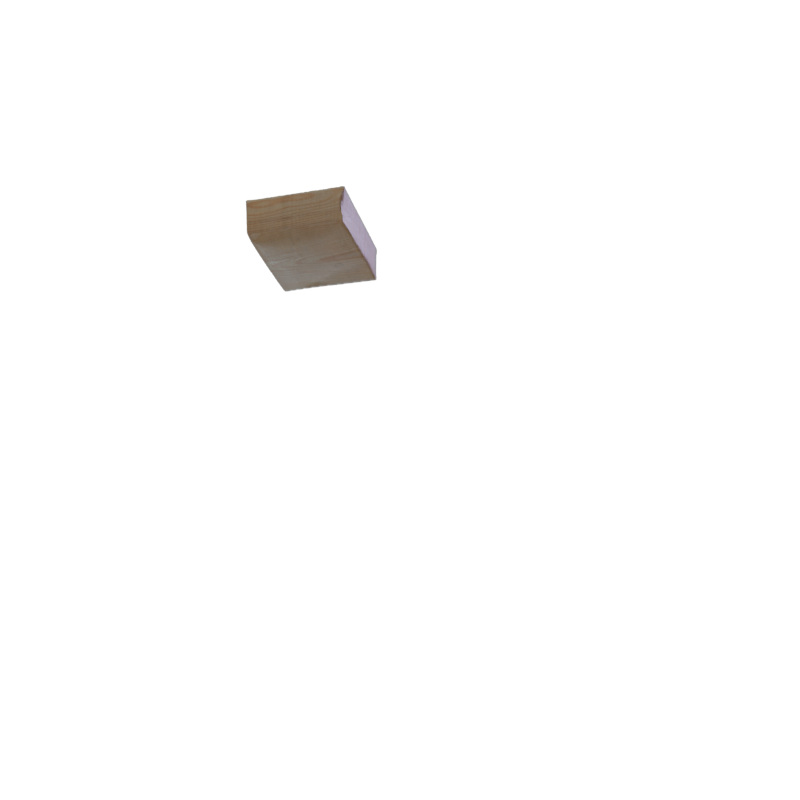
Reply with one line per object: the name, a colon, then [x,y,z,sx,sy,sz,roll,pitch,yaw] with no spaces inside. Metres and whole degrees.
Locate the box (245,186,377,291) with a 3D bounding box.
box: [-0.077,-0.140,0.977,0.091,0.041,0.106,-6,-24,14]
